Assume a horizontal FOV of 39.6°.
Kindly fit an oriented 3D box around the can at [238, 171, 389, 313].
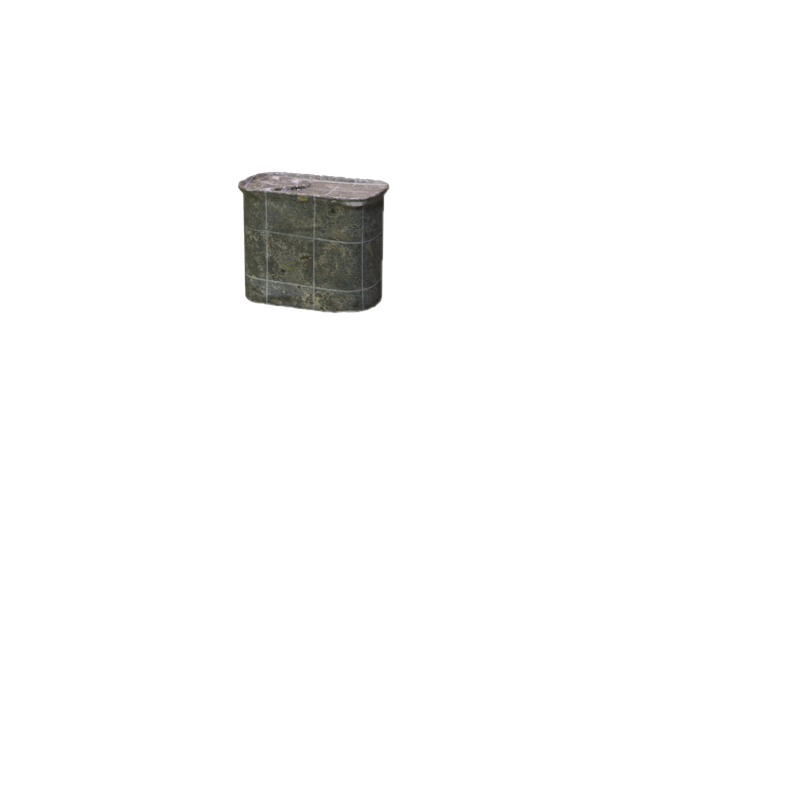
[{"bbox_3d":[-0.061,-0.111,0.774,0.105,0.080,0.058,8,21,19],"label":"can"}]
